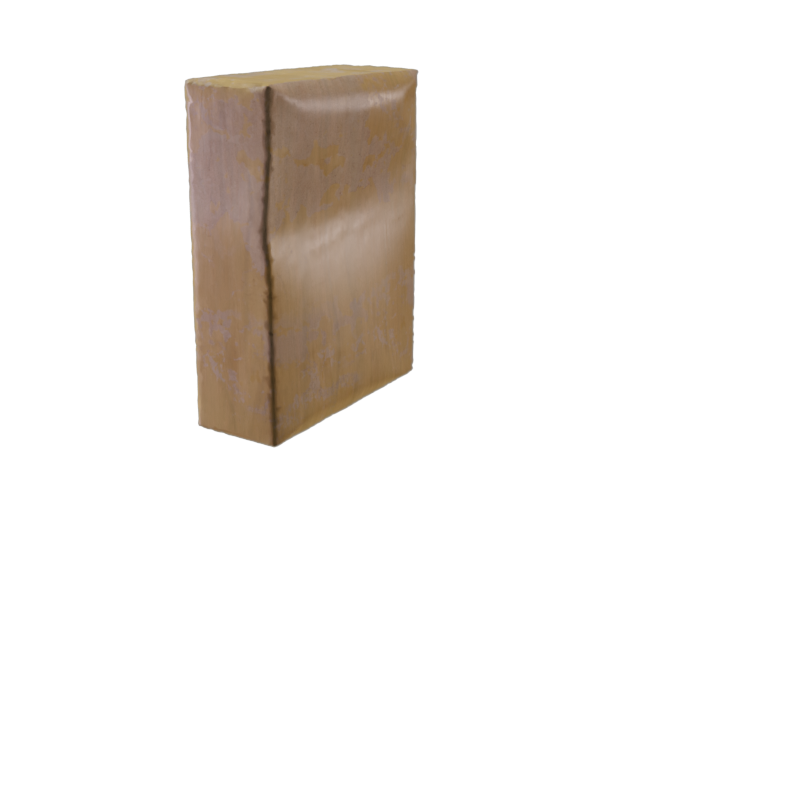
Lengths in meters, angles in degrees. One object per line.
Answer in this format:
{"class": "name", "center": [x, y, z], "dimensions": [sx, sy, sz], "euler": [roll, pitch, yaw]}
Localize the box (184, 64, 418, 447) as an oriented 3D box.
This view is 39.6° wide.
{"class": "box", "center": [-0.055, -0.100, 0.703], "dimensions": [0.075, 0.207, 0.162], "euler": [10, 18, 31]}
